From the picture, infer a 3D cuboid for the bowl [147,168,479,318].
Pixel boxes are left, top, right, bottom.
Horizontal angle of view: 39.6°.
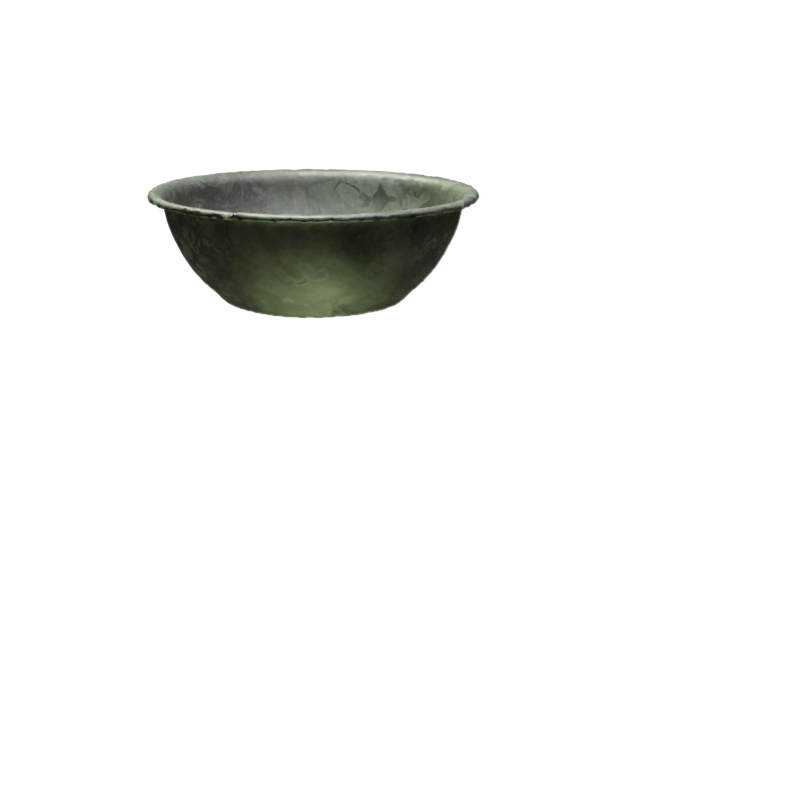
[{"bbox_3d":[-0.043,-0.078,0.550,0.162,0.053,0.168,-1,18,-2],"label":"bowl"}]
